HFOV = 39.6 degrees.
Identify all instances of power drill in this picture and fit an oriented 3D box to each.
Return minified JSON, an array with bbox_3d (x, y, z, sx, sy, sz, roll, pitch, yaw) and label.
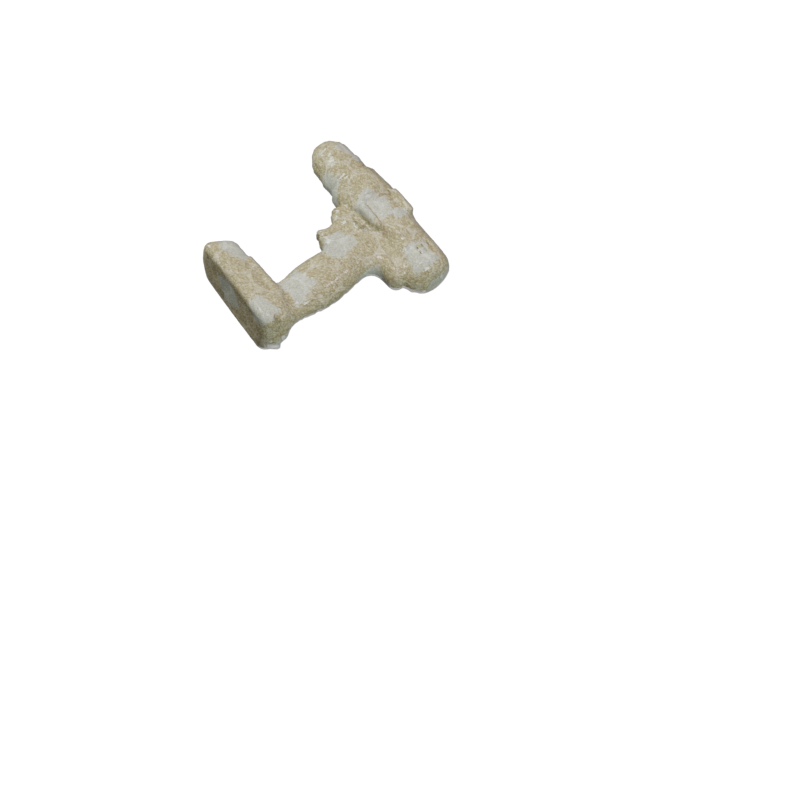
[{"bbox_3d":[-0.077,-0.141,0.985,0.187,0.198,0.054,-29,-30,-19],"label":"power drill"}]
